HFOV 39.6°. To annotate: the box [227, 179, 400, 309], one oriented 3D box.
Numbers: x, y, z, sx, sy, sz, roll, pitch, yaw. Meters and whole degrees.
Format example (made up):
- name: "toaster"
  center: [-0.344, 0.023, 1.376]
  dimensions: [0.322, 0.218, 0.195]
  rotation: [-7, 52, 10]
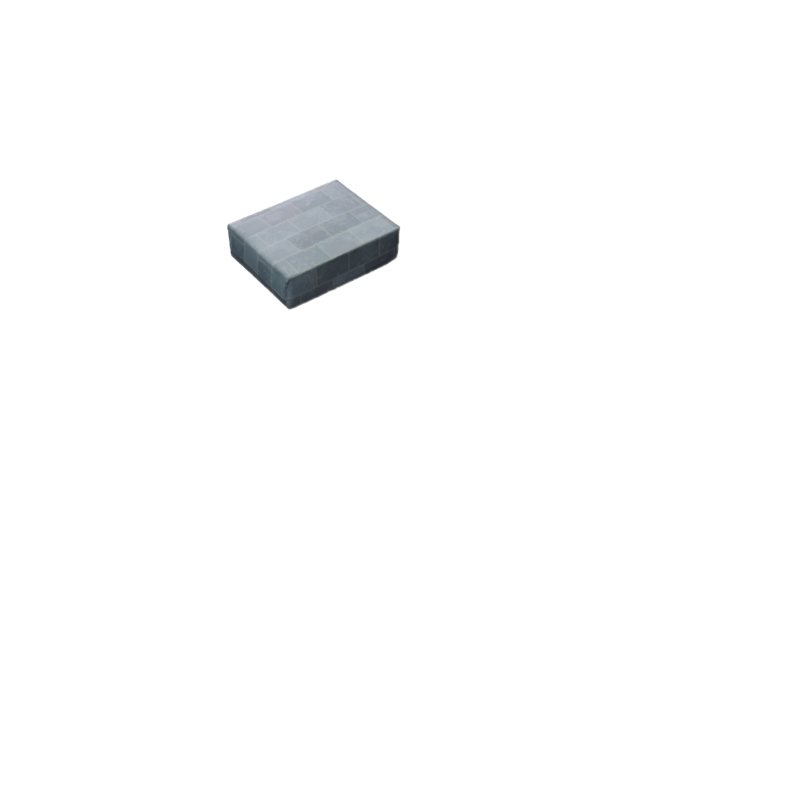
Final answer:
- name: "box"
  center: [-0.071, -0.129, 0.903]
  dimensions: [0.113, 0.036, 0.097]
  rotation: [-26, 47, -27]
